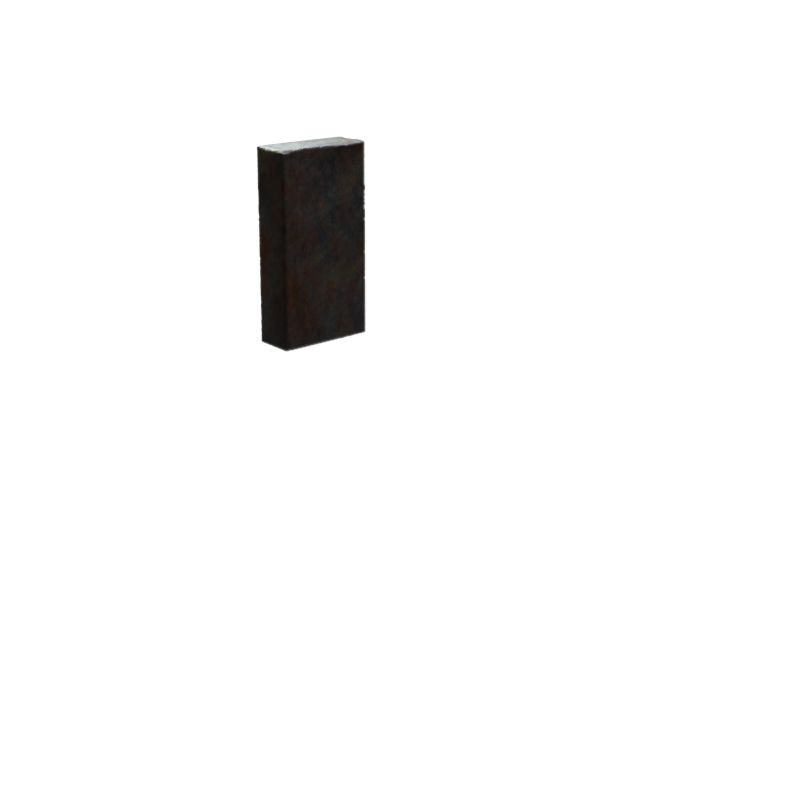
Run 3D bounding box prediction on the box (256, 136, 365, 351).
[{"bbox_3d":[-0.076,-0.139,0.976,0.091,0.170,0.051,-13,21,-38],"label":"box"}]
